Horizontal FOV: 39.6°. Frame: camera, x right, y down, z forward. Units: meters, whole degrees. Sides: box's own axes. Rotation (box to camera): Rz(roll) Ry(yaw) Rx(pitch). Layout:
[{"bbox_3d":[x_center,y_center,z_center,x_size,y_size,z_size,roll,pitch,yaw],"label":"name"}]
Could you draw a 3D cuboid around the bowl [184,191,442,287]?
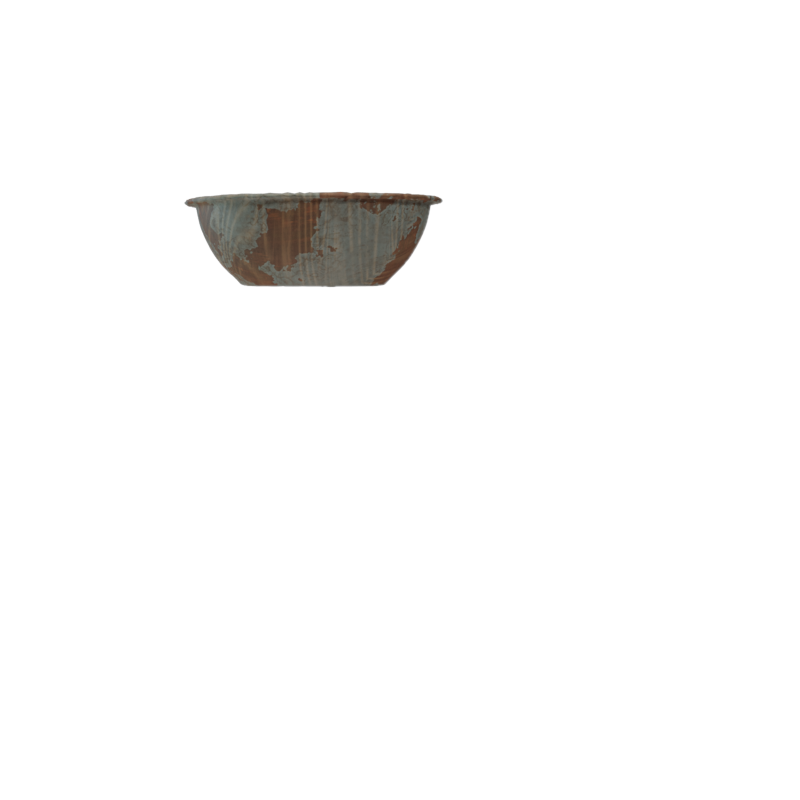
[{"bbox_3d":[-0.055,-0.100,0.698,0.162,0.055,0.164,0,6,-2],"label":"bowl"}]
